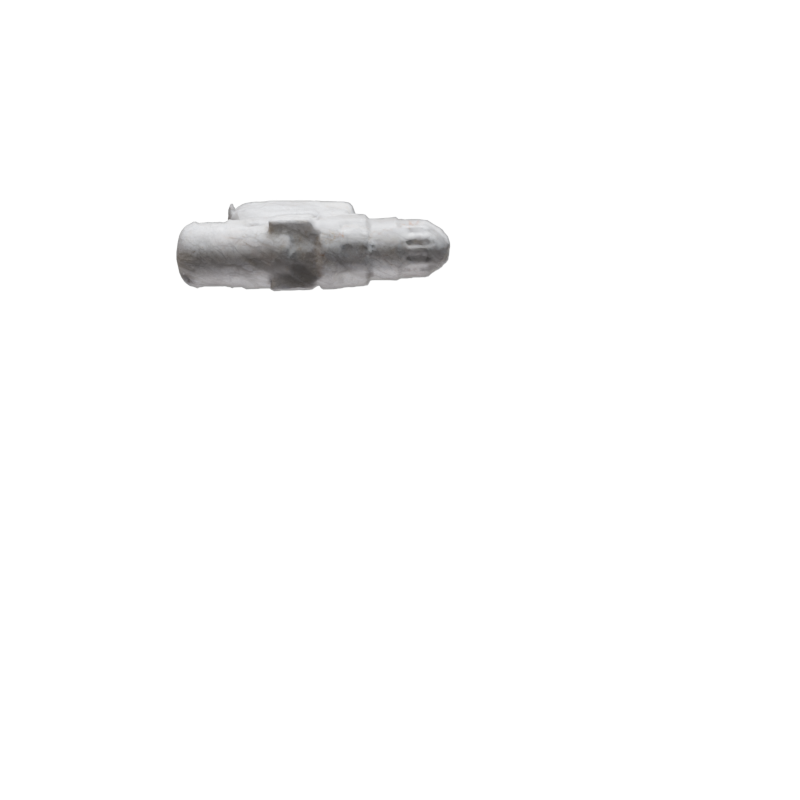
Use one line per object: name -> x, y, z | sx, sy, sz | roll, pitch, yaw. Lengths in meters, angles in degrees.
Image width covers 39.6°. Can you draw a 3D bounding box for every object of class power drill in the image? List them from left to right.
power drill -> -0.064, -0.117, 0.819 | 0.184, 0.056, 0.191 | 0, 11, -2
